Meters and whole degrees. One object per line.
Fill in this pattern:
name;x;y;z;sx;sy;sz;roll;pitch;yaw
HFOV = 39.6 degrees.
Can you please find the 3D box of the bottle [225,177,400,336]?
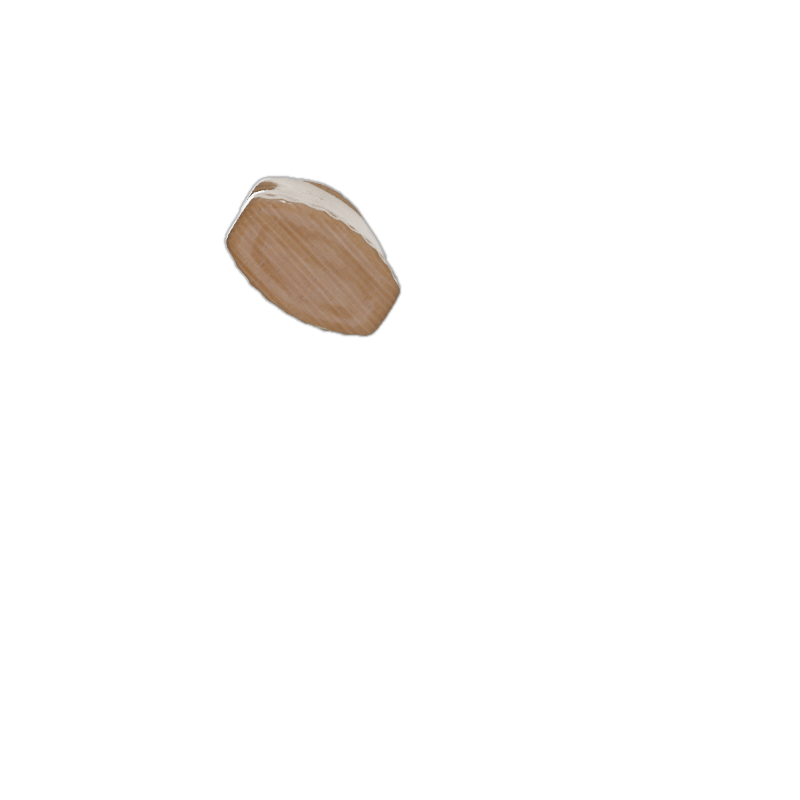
bottle;-0.052;-0.096;0.672;0.094;0.058;0.198;29;12;-11
